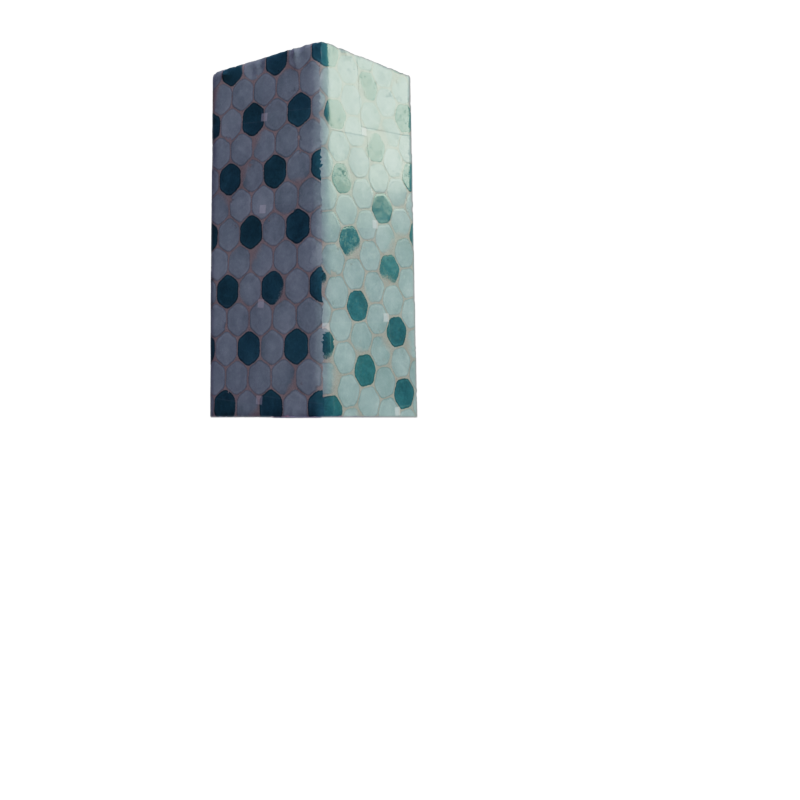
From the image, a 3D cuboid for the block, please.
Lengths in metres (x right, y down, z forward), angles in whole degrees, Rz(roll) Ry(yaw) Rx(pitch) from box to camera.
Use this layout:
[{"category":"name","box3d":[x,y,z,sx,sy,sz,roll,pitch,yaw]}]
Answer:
[{"category":"block","box3d":[-0.052,-0.094,0.657,0.093,0.211,0.086,-7,-10,38]}]
